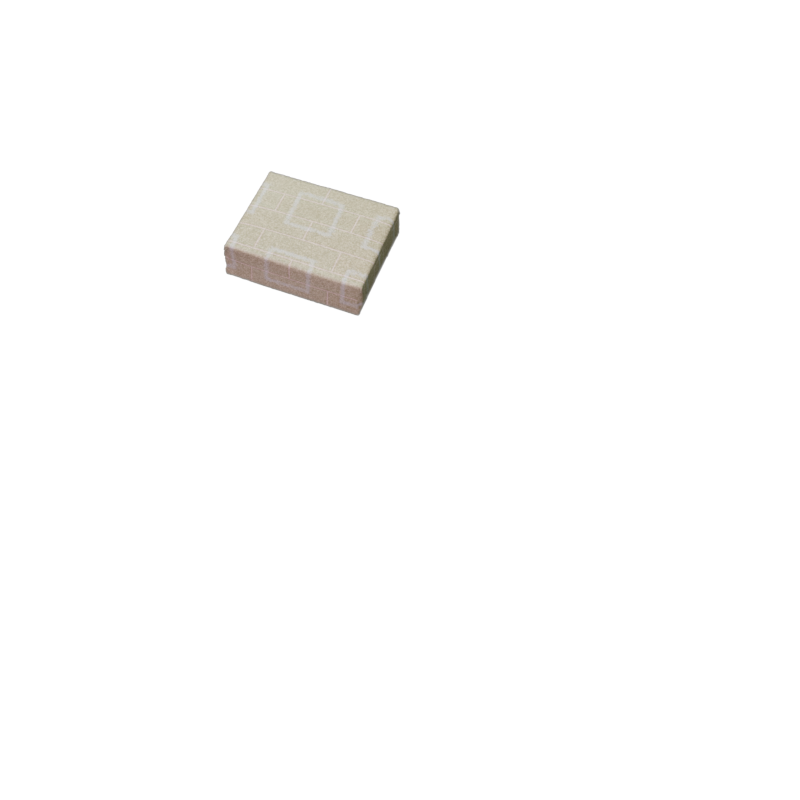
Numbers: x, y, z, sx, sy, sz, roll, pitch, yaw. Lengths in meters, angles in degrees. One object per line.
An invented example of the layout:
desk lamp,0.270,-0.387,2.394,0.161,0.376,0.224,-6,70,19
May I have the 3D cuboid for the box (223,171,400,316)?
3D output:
box,-0.067,-0.122,0.854,0.116,0.094,0.036,16,-39,13
